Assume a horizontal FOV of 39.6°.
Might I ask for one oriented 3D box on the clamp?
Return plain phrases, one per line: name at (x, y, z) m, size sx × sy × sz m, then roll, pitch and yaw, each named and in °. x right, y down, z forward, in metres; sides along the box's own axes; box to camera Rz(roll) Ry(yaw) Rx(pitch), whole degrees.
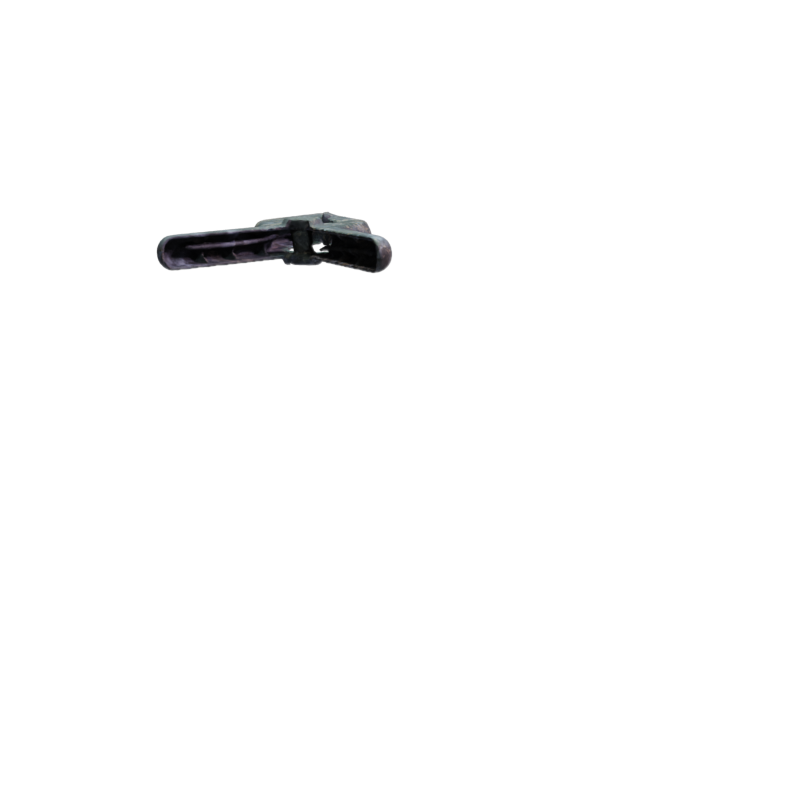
clamp at (-0.066, -0.120, 0.837) m, size 0.169 × 0.035 × 0.210 m, roll 4°, pitch 14°, yaw 17°
